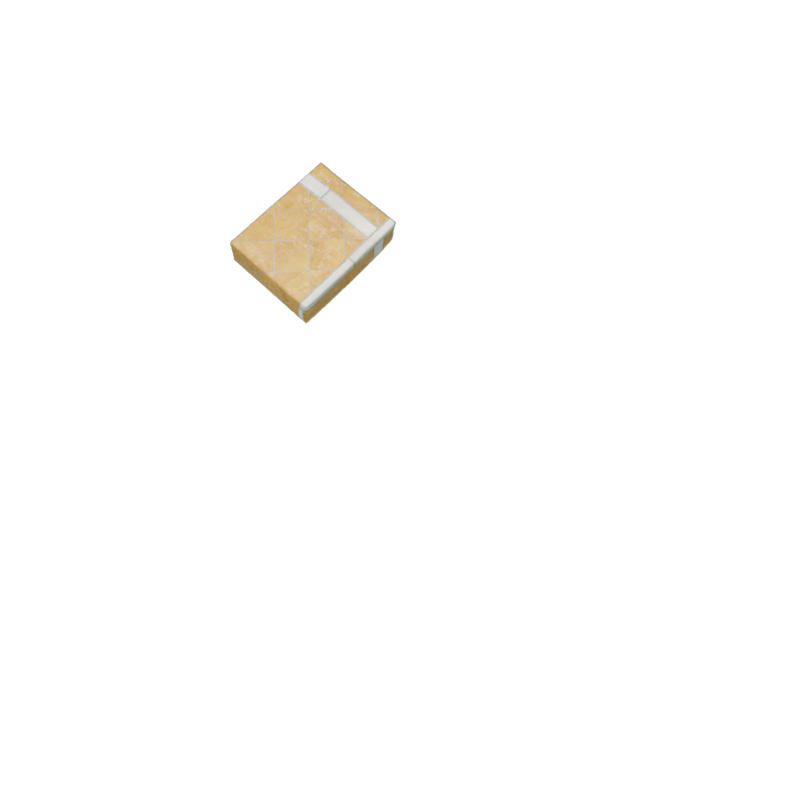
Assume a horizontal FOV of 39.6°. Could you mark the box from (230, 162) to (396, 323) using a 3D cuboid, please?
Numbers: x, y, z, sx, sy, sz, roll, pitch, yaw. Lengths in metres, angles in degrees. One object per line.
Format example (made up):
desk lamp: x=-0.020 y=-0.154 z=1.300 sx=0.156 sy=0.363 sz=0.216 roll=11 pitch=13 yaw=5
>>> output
box: x=-0.074 y=-0.134 z=0.941 sx=0.094 sy=0.115 sz=0.037 roll=40 pitch=-21 yaw=18
